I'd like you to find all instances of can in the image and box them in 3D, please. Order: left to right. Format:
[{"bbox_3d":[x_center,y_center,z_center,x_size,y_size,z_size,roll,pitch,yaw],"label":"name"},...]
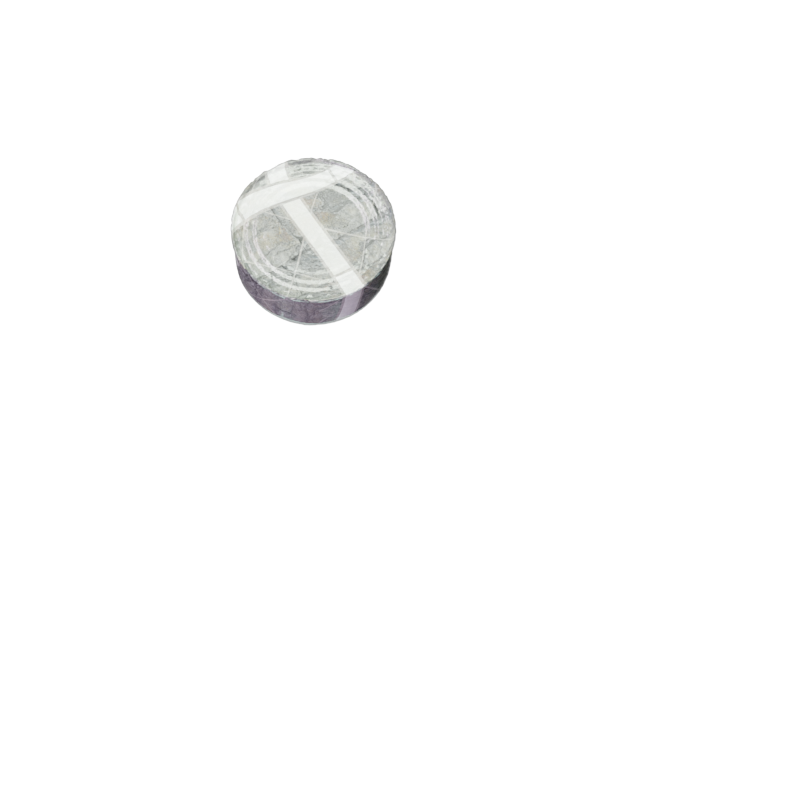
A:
[{"bbox_3d":[-0.046,-0.084,0.588,0.086,0.091,0.032,-1,-27,-1],"label":"can"}]
